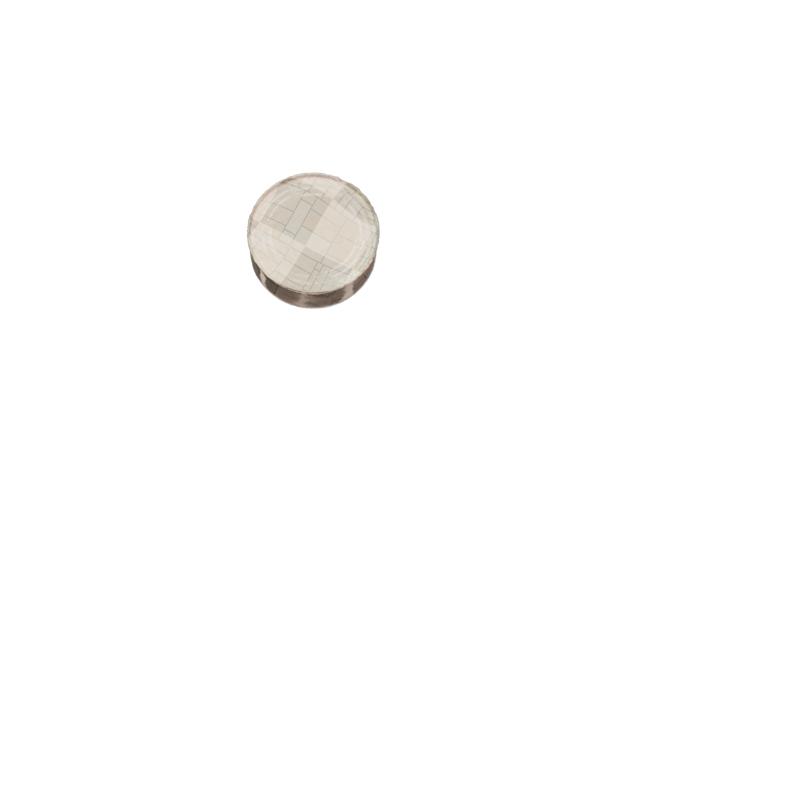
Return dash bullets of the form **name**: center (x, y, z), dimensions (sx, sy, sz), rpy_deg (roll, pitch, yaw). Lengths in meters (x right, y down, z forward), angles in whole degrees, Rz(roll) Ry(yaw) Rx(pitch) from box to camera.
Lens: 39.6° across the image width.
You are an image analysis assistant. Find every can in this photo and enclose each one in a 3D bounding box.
- **can**: center (-0.057, -0.104, 0.728), dimensions (0.086, 0.091, 0.032), rpy_deg (-1, -23, -1)
